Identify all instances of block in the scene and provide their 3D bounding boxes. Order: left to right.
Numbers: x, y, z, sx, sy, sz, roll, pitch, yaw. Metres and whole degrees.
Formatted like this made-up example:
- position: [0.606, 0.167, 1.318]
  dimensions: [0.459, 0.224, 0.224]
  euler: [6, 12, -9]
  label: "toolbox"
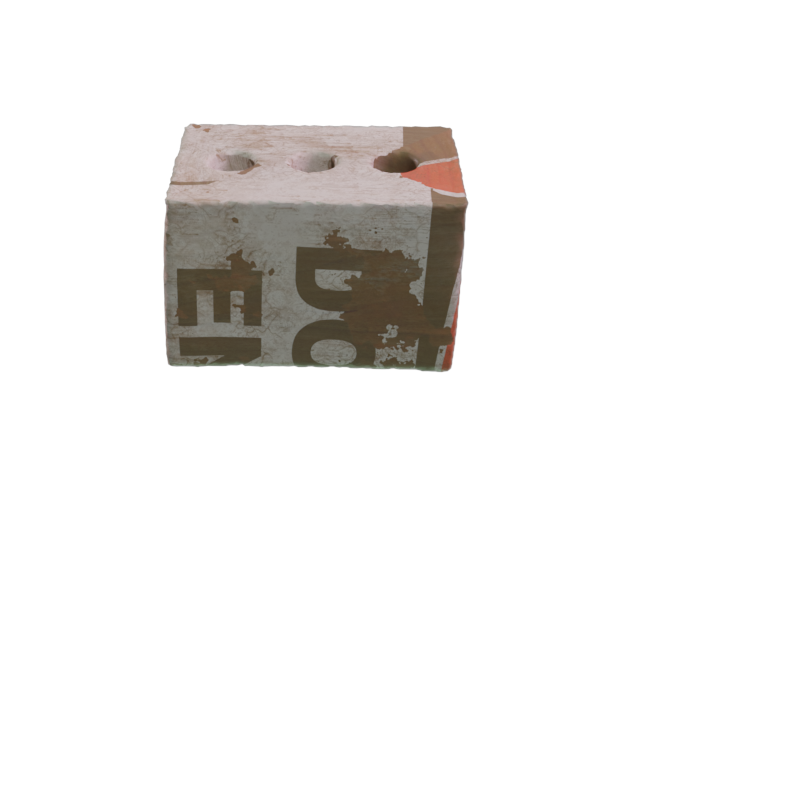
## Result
- position: [-0.024, -0.044, 0.307]
  dimensions: [0.078, 0.048, 0.056]
  euler: [0, 34, -1]
  label: "block"
